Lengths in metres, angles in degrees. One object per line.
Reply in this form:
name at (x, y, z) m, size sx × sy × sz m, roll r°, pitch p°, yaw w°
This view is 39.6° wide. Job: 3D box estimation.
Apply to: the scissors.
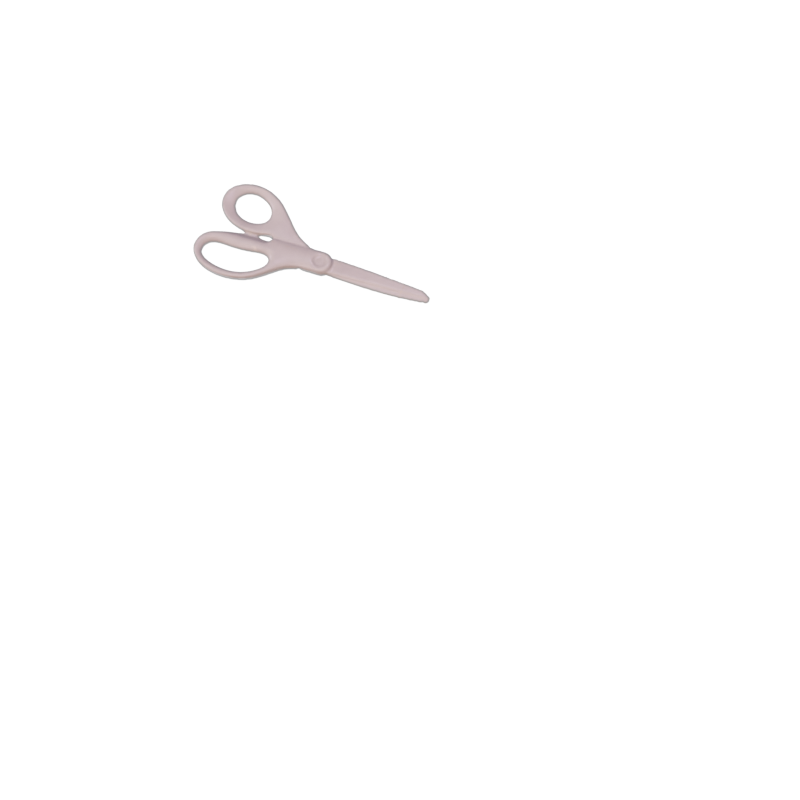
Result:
scissors at (-0.074, -0.135, 0.947) m, size 0.202 × 0.101 × 0.015 m, roll 4°, pitch -21°, yaw 2°
